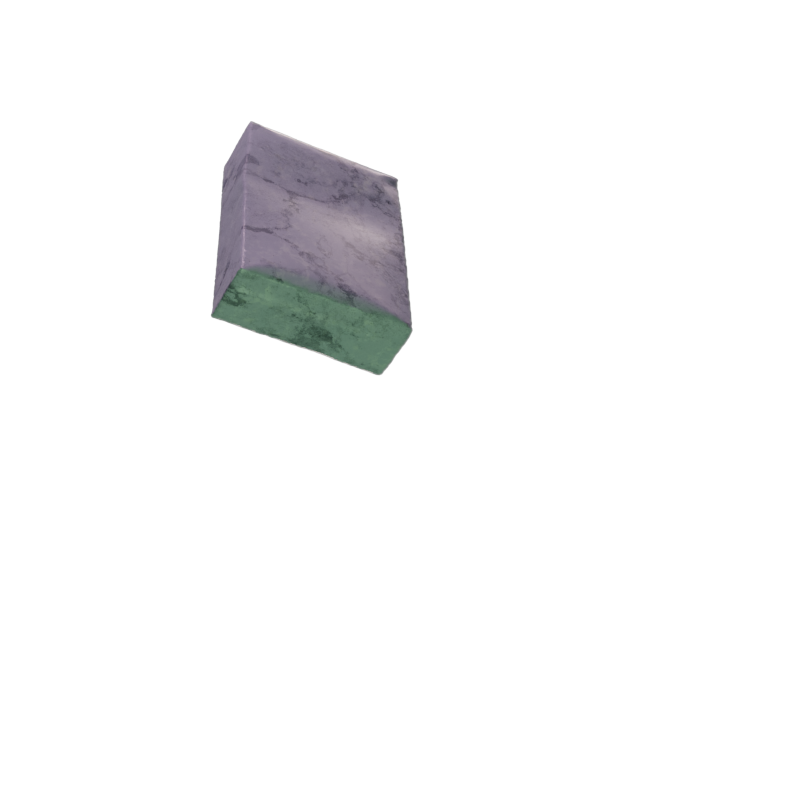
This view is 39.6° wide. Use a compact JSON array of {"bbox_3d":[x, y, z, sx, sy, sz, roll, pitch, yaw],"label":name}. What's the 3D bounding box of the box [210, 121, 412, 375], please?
[{"bbox_3d":[-0.078,-0.143,0.999,0.158,0.230,0.069,18,-49,-20],"label":"box"}]
